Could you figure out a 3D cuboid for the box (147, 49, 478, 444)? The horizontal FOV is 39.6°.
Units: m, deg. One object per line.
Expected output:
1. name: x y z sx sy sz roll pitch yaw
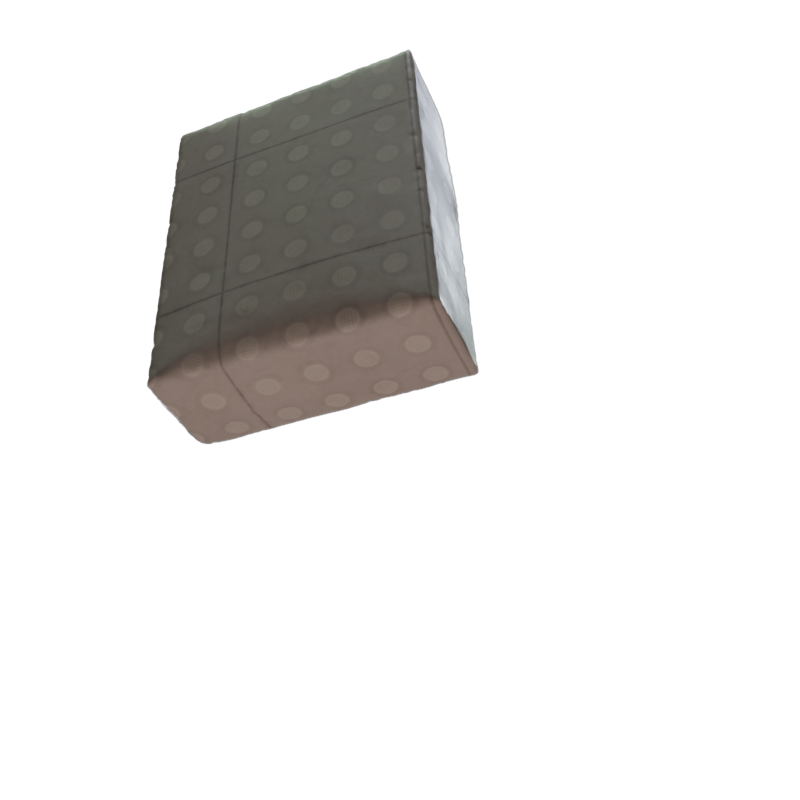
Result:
1. box: -0.051 -0.092 0.647 0.165 0.230 0.066 -17 -44 15
